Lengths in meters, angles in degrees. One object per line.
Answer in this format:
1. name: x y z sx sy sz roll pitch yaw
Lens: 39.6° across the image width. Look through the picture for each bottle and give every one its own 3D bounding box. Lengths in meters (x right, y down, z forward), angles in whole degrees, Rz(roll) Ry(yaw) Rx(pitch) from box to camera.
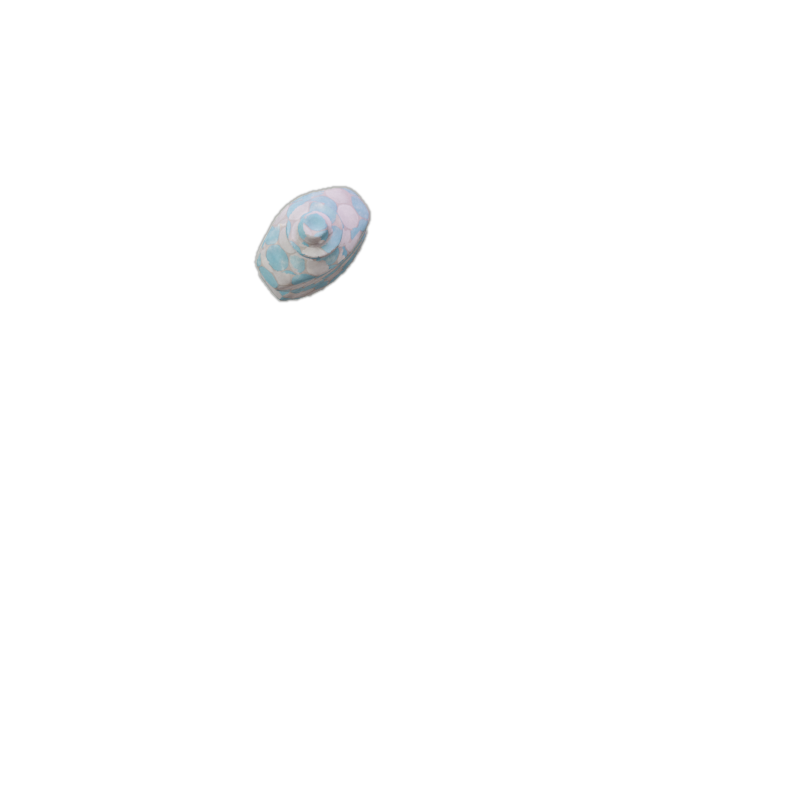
1. bottle: -0.067 -0.122 0.861 0.096 0.059 0.190 -37 2 -4
